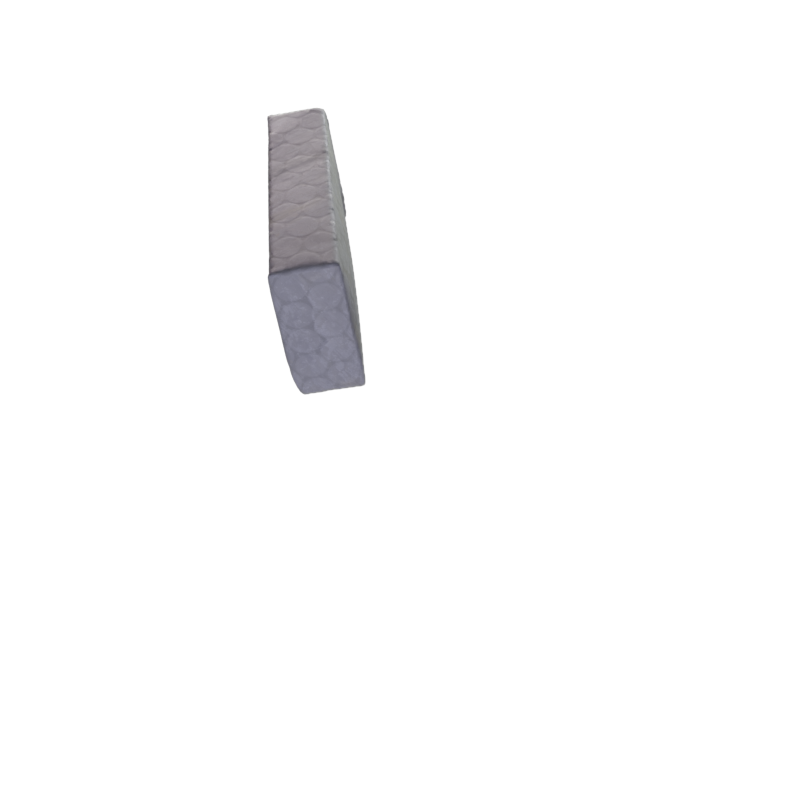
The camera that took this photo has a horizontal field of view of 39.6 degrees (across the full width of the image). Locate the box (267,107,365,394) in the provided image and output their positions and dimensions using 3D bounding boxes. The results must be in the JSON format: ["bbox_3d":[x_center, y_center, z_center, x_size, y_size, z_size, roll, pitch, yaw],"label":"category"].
[{"bbox_3d":[-0.053,-0.098,0.682,0.048,0.086,0.189,-8,41,3],"label":"box"}]
